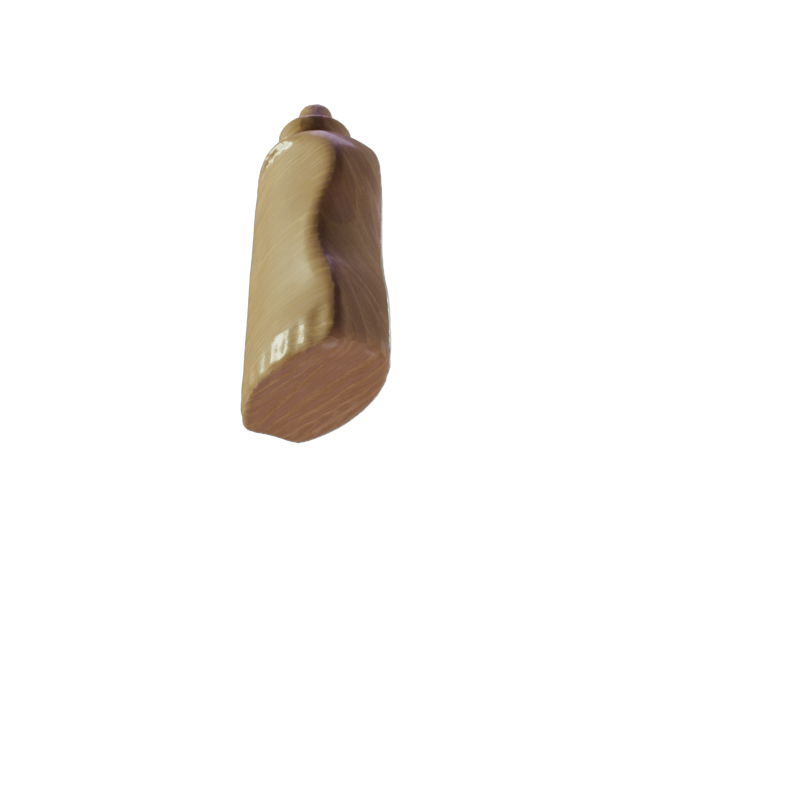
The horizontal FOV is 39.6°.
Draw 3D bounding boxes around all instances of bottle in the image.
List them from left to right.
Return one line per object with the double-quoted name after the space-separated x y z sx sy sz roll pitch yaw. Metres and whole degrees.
-0.045 -0.082 0.576 0.056 0.205 0.093 16 -40 -24 "bottle"
